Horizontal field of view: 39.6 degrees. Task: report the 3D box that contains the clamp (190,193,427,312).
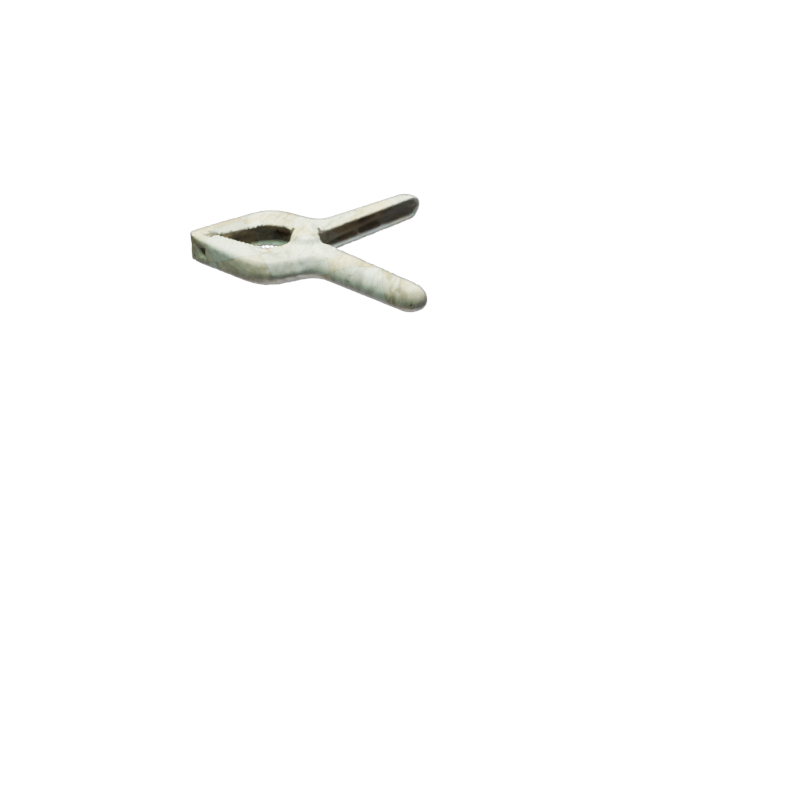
[{"bbox_3d":[-0.076,-0.139,0.974,0.212,0.034,0.174,5,37,6],"label":"clamp"}]
